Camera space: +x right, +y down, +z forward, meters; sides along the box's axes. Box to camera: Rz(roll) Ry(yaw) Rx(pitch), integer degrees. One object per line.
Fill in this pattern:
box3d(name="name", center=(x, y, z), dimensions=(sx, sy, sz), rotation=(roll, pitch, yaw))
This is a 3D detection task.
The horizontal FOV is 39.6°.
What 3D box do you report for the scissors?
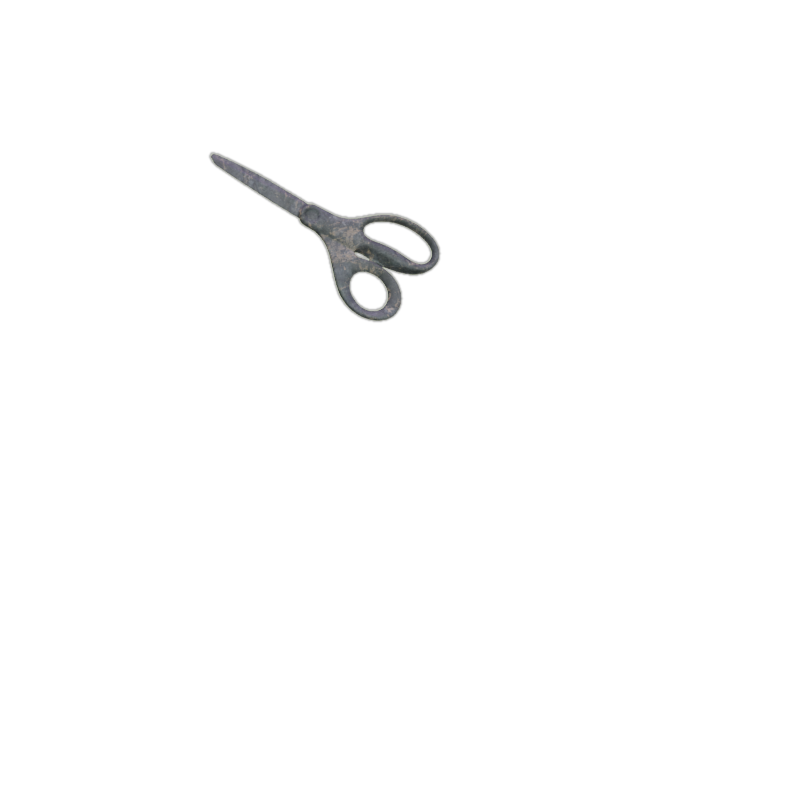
box3d(name="scissors", center=(-0.070, -0.128, 0.894), dimensions=(0.203, 0.098, 0.015), rotation=(16, -10, 3))
